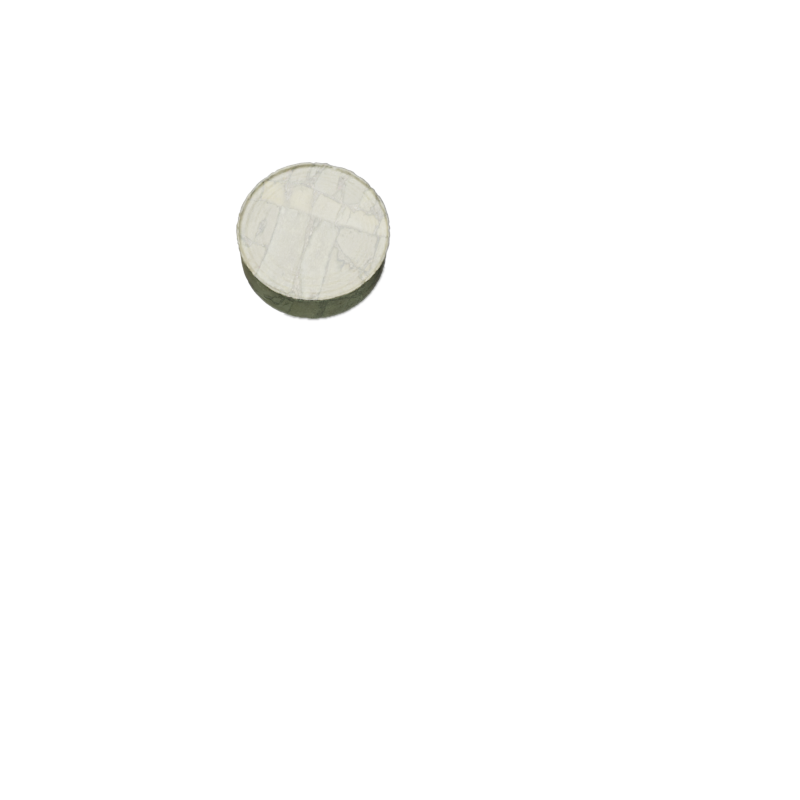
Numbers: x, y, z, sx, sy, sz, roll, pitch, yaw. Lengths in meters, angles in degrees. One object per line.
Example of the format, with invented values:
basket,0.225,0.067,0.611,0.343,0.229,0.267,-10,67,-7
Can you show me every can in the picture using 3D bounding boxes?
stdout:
can,-0.049,-0.090,0.630,0.086,0.091,0.032,-1,-24,-1
